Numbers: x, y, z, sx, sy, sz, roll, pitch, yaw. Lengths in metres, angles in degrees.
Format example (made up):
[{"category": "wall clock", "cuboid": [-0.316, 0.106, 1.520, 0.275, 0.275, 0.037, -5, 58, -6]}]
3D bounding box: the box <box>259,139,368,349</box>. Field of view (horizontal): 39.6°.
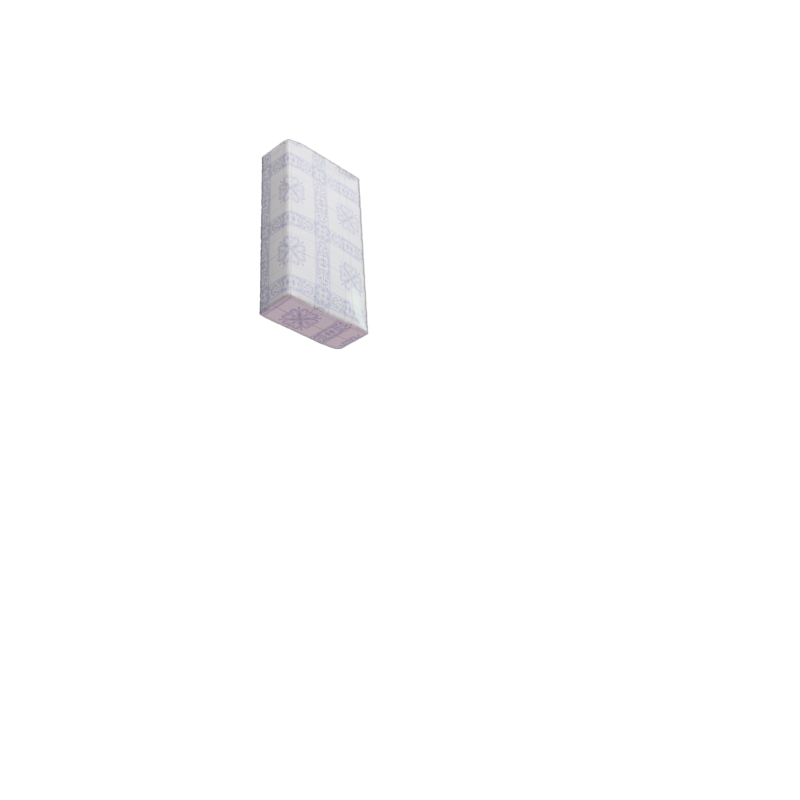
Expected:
[{"category": "box", "cuboid": [-0.076, -0.140, 0.978, 0.088, 0.188, 0.048, 25, -42, -36]}]
